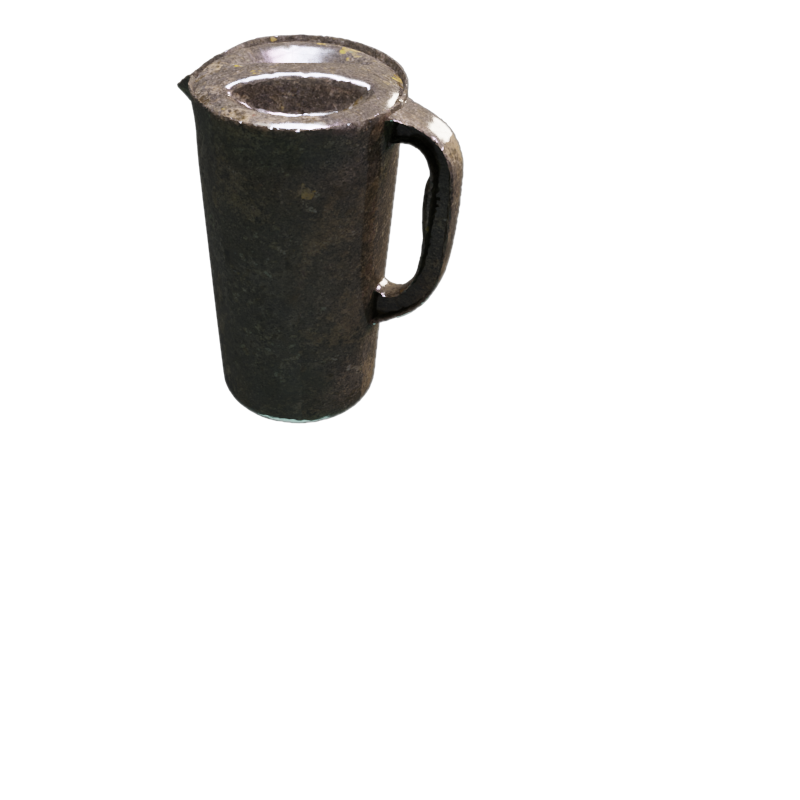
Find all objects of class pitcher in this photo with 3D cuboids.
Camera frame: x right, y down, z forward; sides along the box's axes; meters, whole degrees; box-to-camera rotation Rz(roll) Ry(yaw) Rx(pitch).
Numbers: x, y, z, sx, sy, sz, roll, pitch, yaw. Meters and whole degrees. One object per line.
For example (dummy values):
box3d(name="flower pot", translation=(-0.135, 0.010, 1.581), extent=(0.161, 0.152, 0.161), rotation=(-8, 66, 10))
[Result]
box3d(name="pitcher", translation=(-0.057, -0.103, 0.724), extent=(0.143, 0.227, 0.161), rotation=(-12, 39, -19))
